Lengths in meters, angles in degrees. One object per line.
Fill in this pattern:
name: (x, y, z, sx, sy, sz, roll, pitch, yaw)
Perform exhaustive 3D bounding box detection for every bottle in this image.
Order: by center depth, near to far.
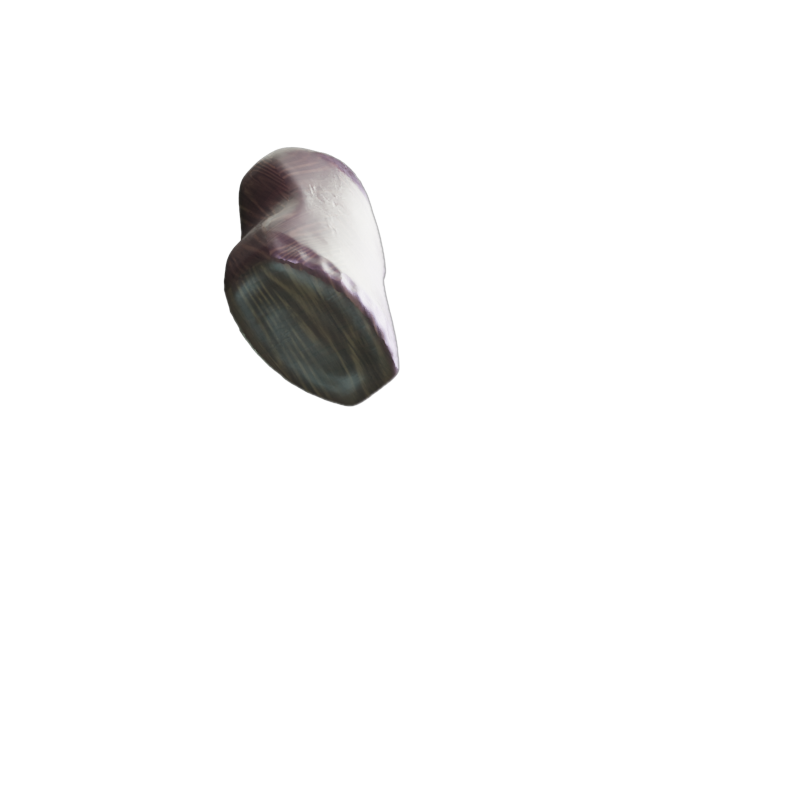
bottle: (-0.047, -0.086, 0.601, 0.091, 0.058, 0.204, 40, 23, -25)
